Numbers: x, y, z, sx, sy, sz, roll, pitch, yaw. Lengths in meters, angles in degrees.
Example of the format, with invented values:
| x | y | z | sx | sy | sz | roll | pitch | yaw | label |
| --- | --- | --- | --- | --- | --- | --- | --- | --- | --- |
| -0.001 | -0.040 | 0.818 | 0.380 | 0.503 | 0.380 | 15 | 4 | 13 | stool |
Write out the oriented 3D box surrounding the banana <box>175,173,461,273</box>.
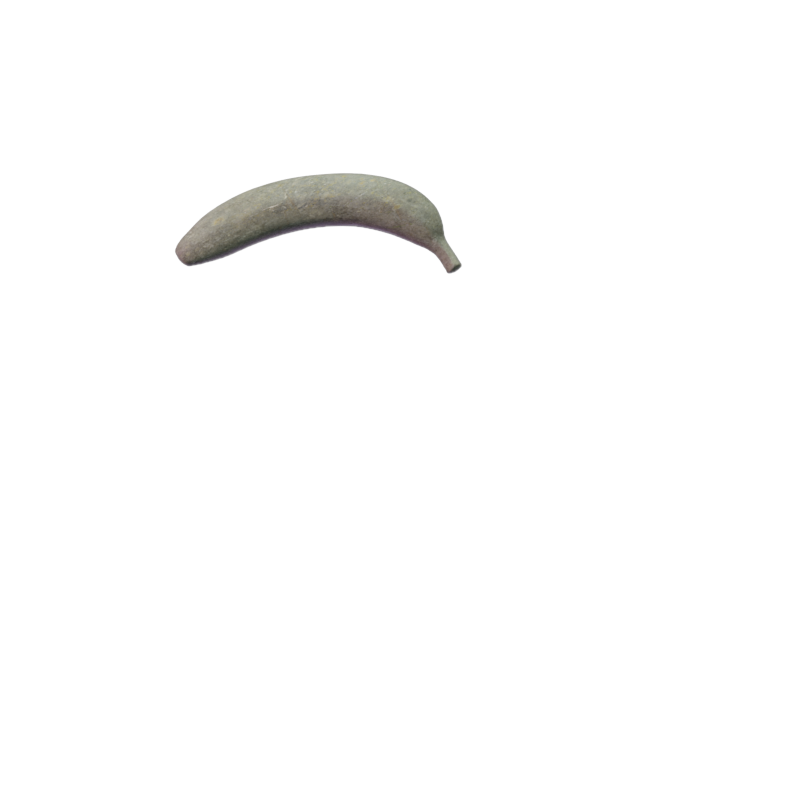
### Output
| x | y | z | sx | sy | sz | roll | pitch | yaw | label |
| --- | --- | --- | --- | --- | --- | --- | --- | --- | --- |
| -0.056 | -0.126 | 0.772 | 0.198 | 0.074 | 0.035 | 1 | -28 | 0 | banana |
